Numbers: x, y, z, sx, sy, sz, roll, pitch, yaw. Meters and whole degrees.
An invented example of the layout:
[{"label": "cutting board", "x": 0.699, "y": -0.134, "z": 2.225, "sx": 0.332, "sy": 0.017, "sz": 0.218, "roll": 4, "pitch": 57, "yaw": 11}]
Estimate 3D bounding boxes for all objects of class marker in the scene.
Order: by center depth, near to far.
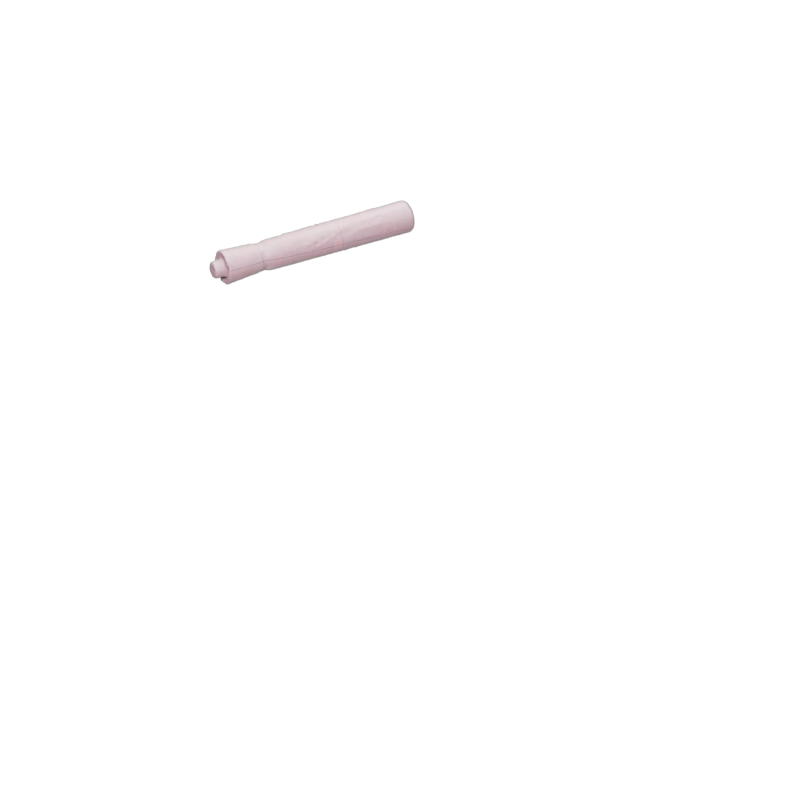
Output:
[{"label": "marker", "x": -0.047, "y": -0.086, "z": 0.605, "sx": 0.119, "sy": 0.019, "sz": 0.020, "roll": -20, "pitch": 13, "yaw": -25}]
